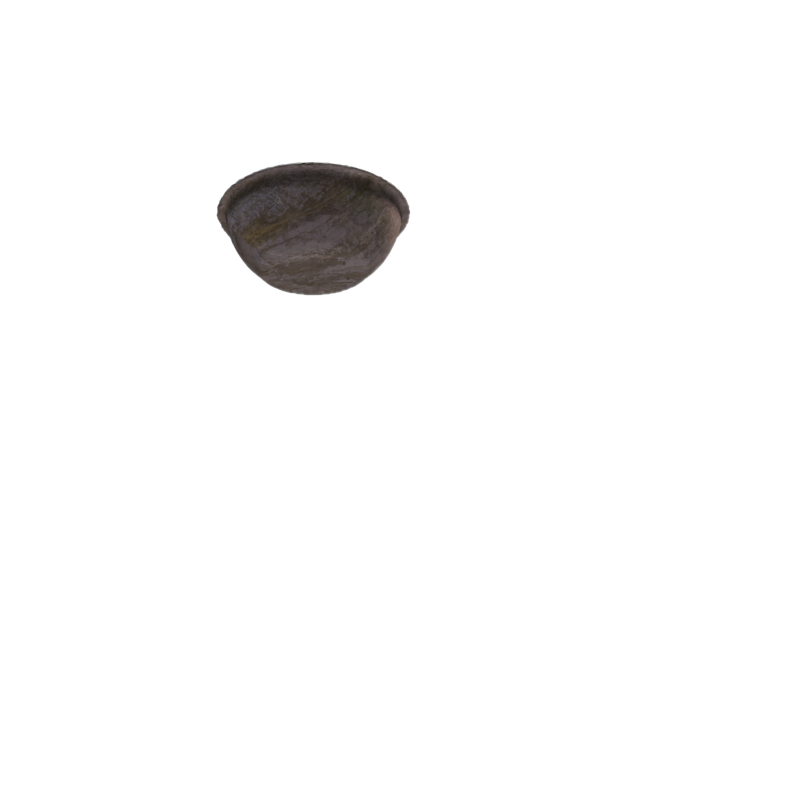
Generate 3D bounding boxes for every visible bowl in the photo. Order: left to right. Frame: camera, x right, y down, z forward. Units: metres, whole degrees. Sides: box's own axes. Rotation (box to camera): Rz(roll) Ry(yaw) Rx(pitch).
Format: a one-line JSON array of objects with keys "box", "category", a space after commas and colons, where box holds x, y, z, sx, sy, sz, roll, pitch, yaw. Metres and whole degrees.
[{"box": [-0.072, -0.131, 0.917, 0.162, 0.058, 0.153, 1, -24, -2], "category": "bowl"}]
